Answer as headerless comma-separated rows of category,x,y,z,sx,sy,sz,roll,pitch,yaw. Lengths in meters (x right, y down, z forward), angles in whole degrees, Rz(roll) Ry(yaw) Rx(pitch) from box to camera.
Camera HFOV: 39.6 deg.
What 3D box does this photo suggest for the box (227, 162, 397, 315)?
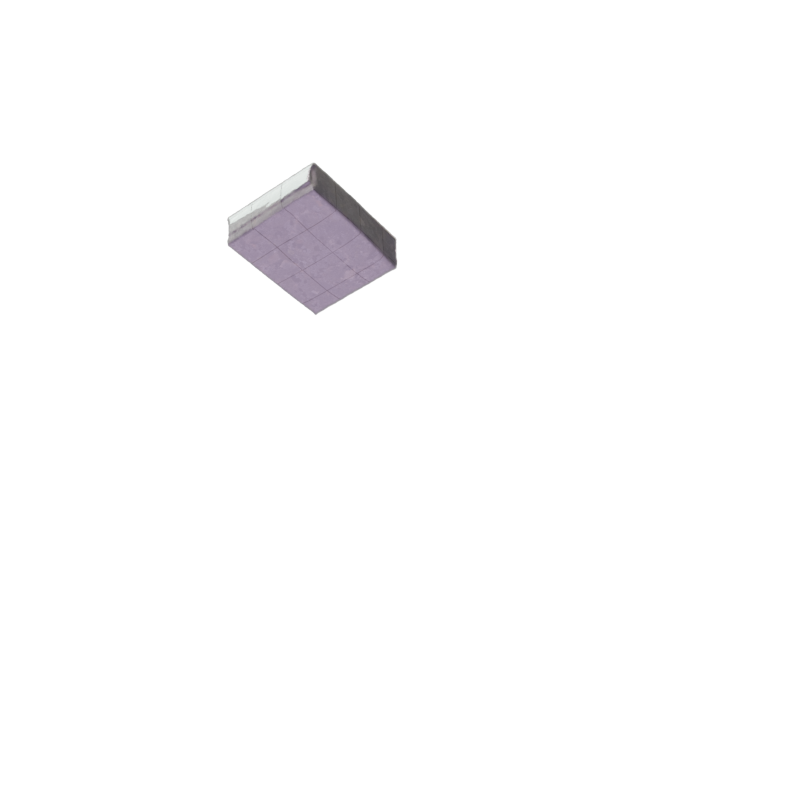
box,-0.069,-0.127,0.888,0.090,0.042,0.106,-28,-49,26
